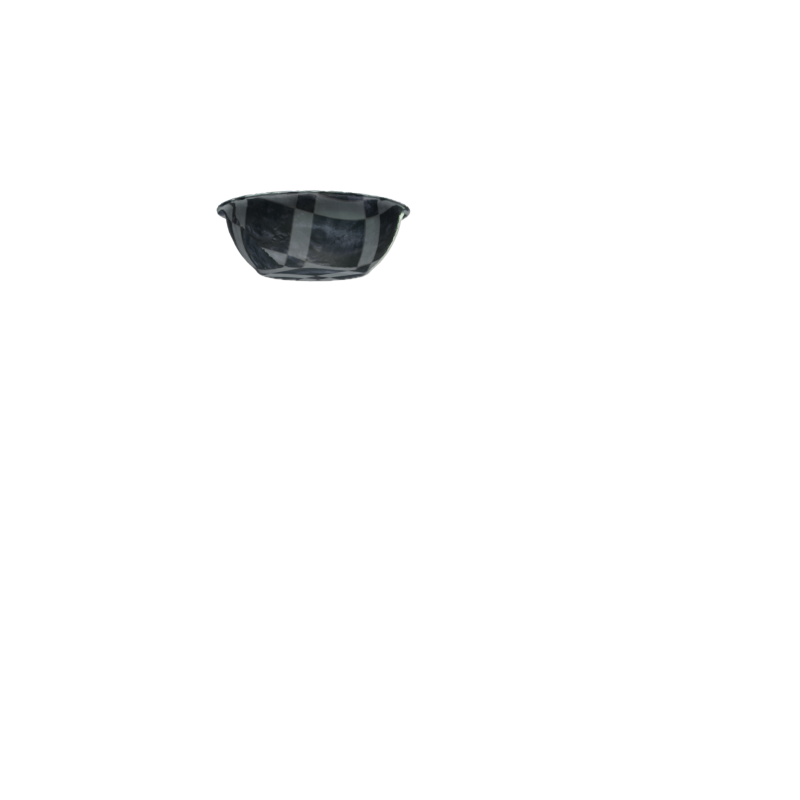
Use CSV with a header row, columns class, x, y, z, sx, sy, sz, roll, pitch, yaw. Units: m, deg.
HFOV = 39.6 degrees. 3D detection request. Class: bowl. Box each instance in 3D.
class,x,y,z,sx,sy,sz,roll,pitch,yaw
bowl,-0.072,-0.131,0.919,0.162,0.056,0.160,0,-2,-2
